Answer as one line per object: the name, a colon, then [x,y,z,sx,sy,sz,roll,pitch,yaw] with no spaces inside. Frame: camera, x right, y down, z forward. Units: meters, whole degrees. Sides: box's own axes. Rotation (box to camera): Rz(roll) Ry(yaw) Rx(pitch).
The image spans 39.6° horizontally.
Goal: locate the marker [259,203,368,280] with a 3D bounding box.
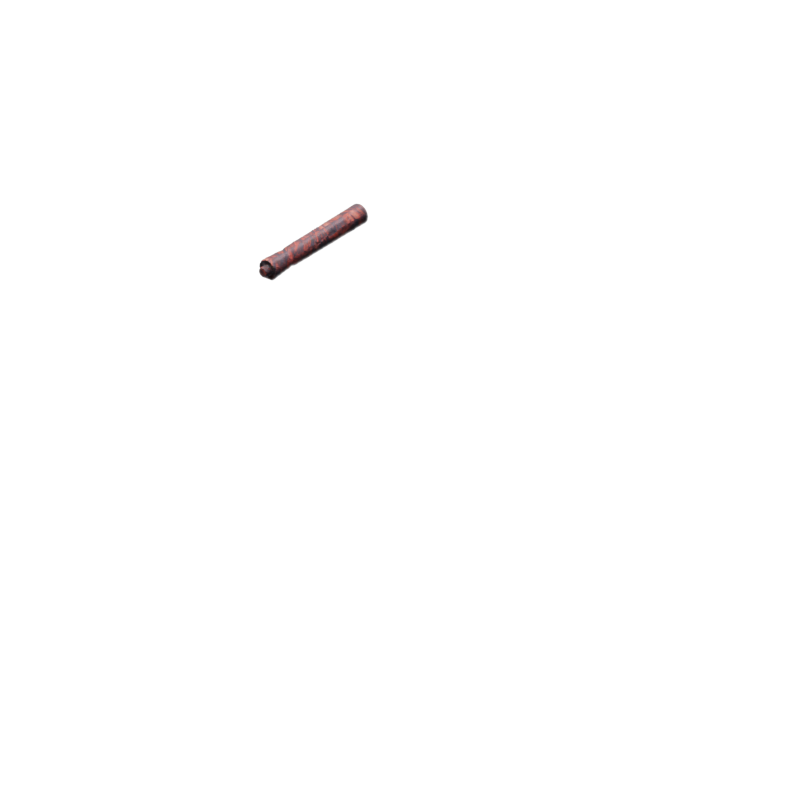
marker: [-0.073,-0.133,0.934,0.021,0.019,0.122,4,32,45]
